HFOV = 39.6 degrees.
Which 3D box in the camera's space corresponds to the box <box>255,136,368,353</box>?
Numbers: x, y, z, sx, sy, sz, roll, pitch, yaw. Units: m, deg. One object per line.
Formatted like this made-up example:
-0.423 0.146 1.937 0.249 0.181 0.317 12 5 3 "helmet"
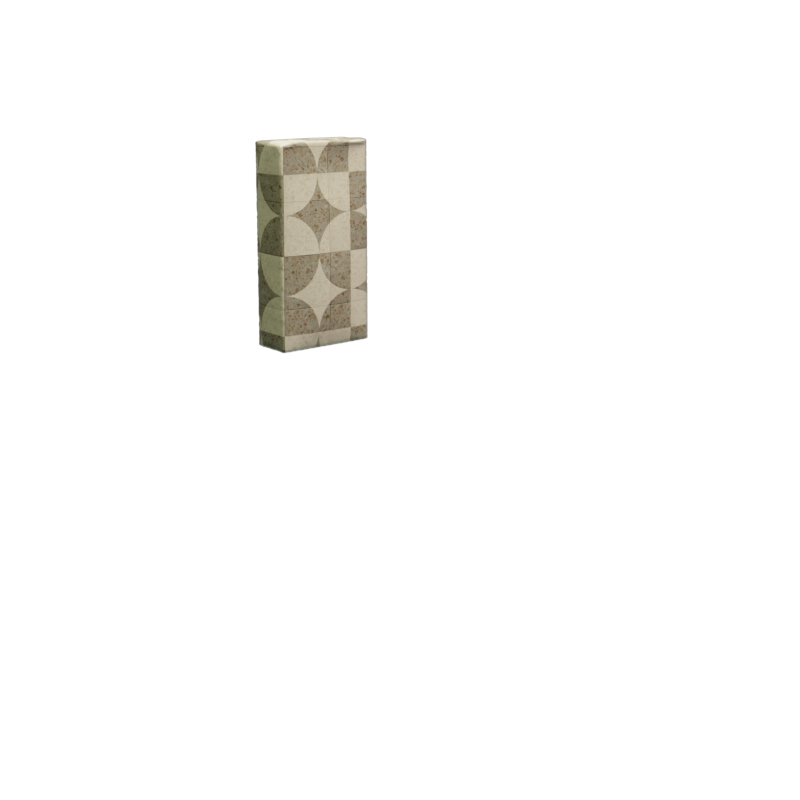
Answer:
-0.074 -0.135 0.948 0.091 0.172 0.051 -9 15 -37 "box"
